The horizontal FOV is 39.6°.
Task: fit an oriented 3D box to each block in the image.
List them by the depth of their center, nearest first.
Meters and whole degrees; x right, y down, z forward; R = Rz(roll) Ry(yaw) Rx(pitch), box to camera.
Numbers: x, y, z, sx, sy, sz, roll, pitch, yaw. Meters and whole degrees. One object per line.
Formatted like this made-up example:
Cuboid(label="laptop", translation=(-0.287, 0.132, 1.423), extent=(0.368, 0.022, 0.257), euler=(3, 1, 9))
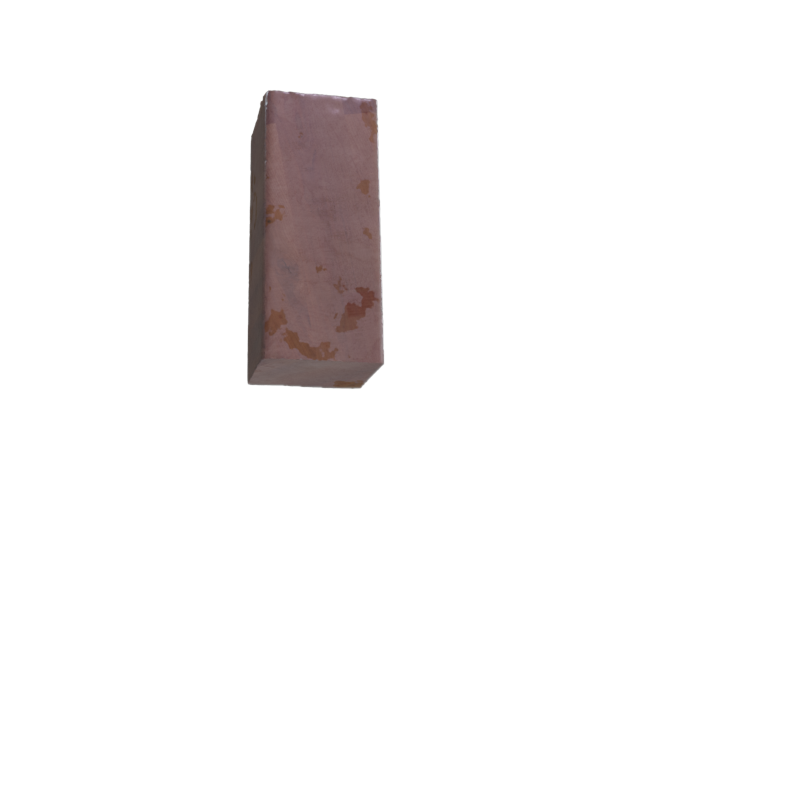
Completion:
Cuboid(label="block", translation=(-0.067, -0.120, 0.843), extent=(0.089, 0.215, 0.088), euler=(3, -18, -12))
